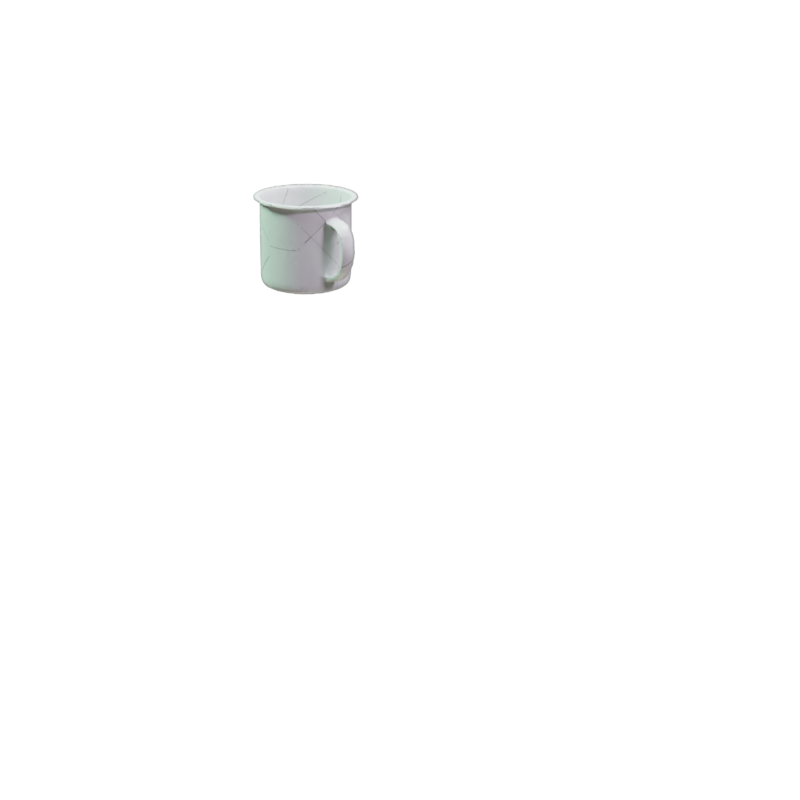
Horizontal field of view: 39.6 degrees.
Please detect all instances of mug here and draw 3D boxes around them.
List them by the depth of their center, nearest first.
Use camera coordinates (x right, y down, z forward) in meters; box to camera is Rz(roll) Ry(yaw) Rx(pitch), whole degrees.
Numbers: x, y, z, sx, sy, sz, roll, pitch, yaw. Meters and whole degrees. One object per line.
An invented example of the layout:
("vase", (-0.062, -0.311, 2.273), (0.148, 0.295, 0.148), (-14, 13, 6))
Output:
("mug", (-0.077, -0.140, 0.981), (0.091, 0.078, 0.125), (-14, 25, -35))
